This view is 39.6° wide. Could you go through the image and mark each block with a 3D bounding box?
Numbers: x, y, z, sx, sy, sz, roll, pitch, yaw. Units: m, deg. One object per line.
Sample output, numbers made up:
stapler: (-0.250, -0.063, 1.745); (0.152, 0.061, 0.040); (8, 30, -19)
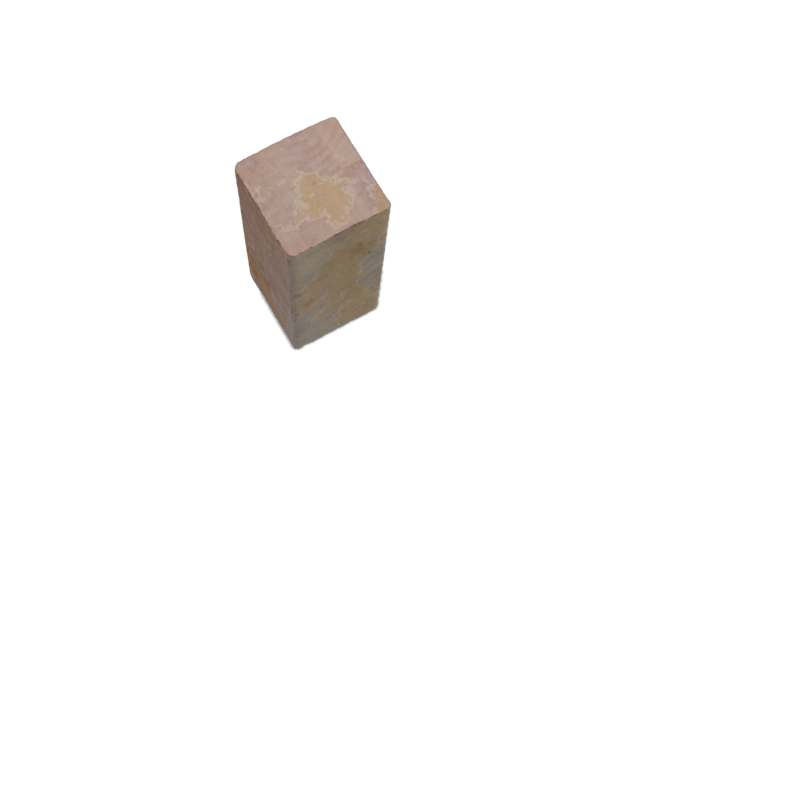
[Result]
block: (-0.072, -0.130, 0.913); (0.090, 0.095, 0.197); (-28, -14, -12)
